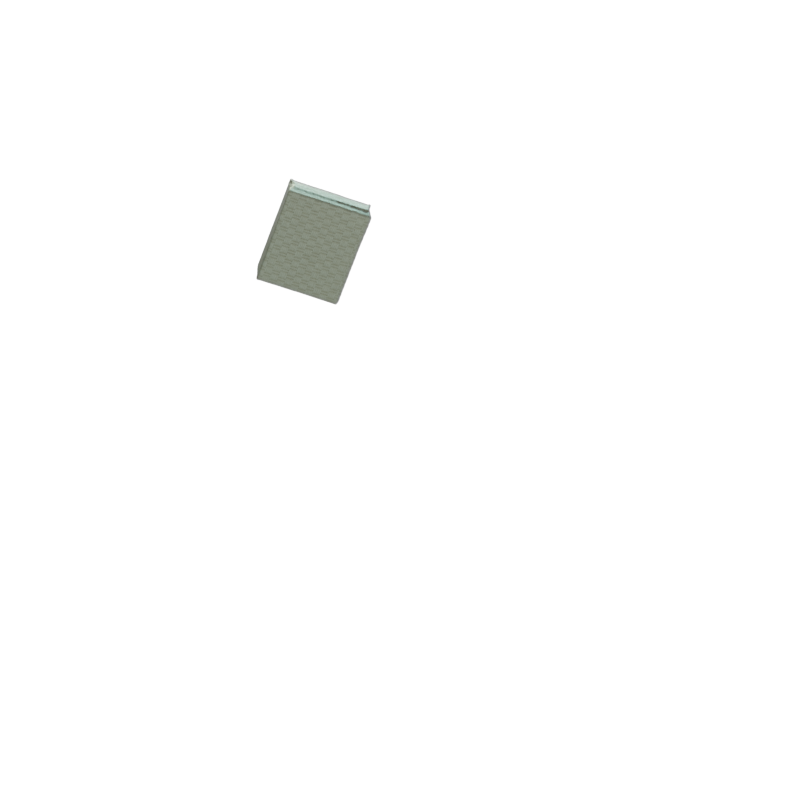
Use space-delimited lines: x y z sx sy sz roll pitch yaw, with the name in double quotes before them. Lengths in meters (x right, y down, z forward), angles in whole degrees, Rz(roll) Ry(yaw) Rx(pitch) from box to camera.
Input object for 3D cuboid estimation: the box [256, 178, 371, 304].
"box" -0.073 -0.133 0.932 0.072 0.086 0.032 18 24 -9
